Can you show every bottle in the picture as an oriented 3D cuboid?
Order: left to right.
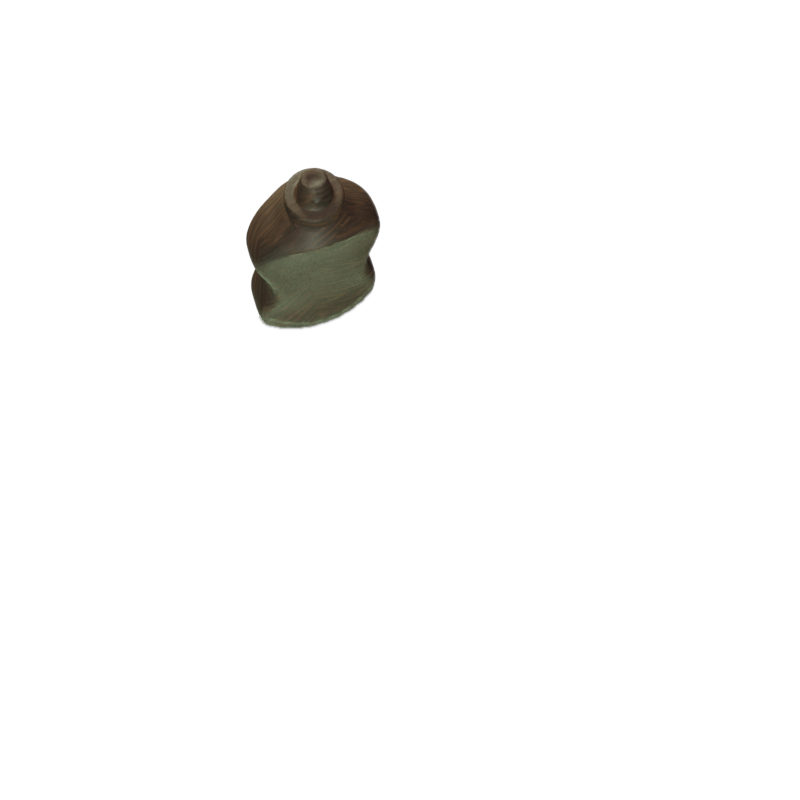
[{"bbox_3d":[-0.063,-0.114,0.804,0.095,0.062,0.182,-16,-18,-9],"label":"bottle"}]
